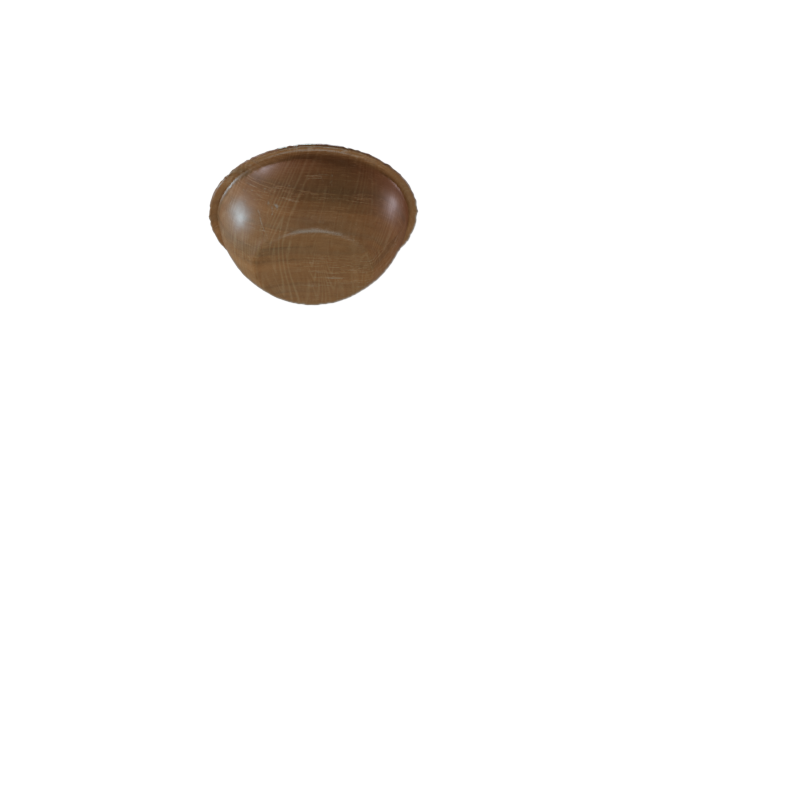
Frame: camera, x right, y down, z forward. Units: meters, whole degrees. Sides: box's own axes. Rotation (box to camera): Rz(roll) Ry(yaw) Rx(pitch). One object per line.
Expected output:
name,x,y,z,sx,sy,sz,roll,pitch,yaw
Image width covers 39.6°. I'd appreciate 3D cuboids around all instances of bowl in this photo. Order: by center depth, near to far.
bowl,-0.066,-0.121,0.846,0.162,0.059,0.151,1,-35,-2
